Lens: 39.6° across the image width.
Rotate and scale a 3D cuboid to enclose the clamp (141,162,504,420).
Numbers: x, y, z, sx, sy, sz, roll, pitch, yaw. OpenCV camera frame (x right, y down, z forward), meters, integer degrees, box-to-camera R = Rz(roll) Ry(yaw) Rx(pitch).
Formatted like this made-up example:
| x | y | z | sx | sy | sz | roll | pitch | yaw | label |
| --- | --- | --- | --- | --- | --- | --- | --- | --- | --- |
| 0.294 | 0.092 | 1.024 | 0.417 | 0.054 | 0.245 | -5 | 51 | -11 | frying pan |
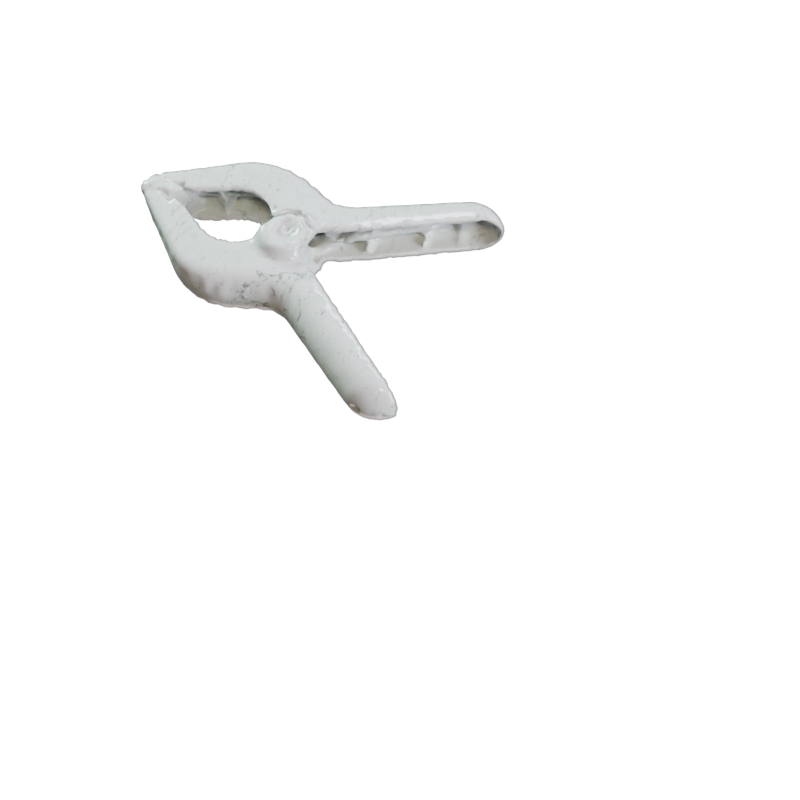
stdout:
| x | y | z | sx | sy | sz | roll | pitch | yaw | label |
| --- | --- | --- | --- | --- | --- | --- | --- | --- | --- |
| -0.041 | -0.074 | 0.521 | 0.181 | 0.036 | 0.122 | 32 | 58 | 23 | clamp |
